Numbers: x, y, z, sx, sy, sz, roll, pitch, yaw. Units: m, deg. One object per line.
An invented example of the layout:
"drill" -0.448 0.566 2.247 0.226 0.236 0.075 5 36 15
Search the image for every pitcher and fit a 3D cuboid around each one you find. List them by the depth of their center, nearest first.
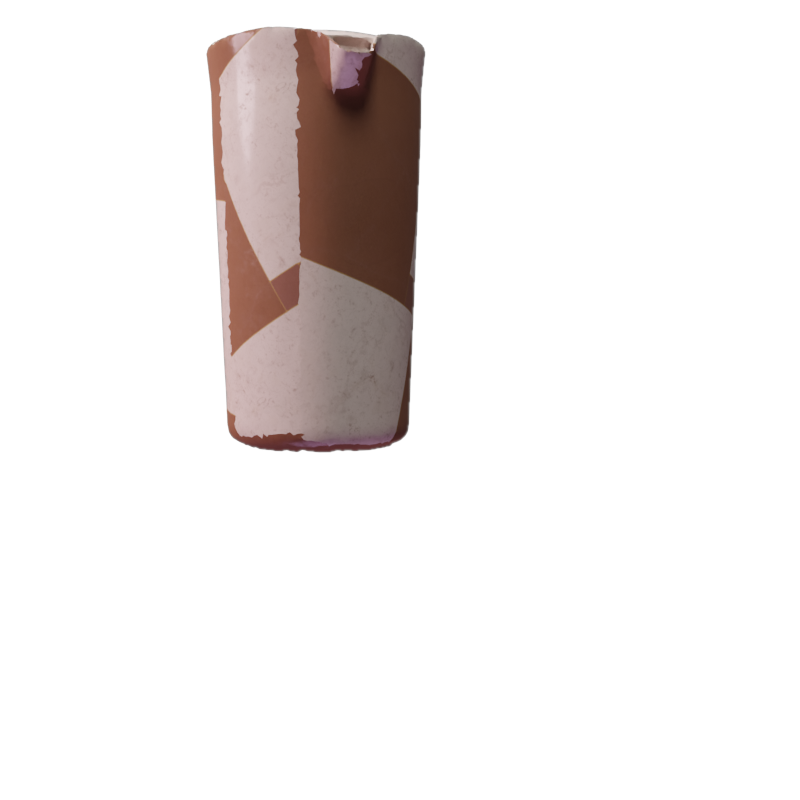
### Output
"pitcher" -0.053 -0.097 0.678 0.149 0.245 0.144 -1 -3 26
